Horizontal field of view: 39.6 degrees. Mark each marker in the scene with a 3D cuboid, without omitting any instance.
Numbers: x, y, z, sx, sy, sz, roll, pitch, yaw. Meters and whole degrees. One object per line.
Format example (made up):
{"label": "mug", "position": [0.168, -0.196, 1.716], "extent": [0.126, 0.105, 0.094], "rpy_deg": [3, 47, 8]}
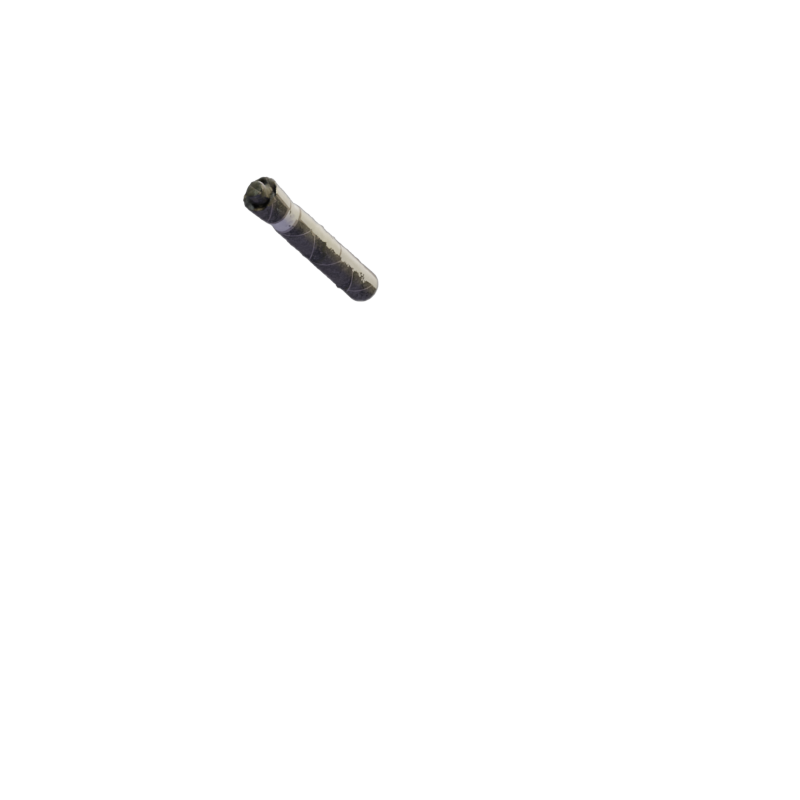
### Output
{"label": "marker", "position": [-0.044, -0.081, 0.568], "extent": [0.020, 0.020, 0.112], "rpy_deg": [2, -18, 28]}
